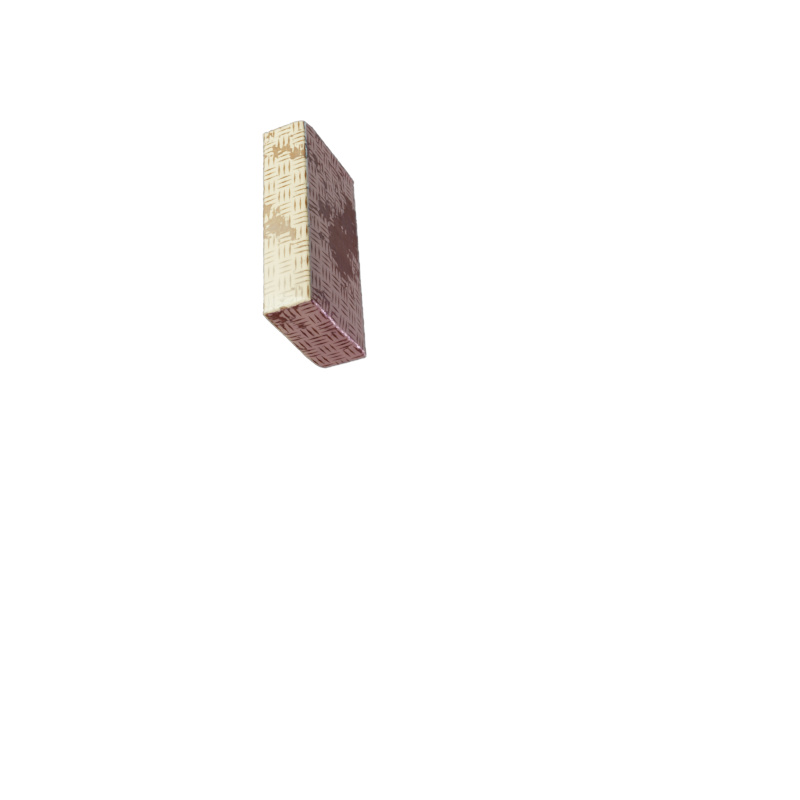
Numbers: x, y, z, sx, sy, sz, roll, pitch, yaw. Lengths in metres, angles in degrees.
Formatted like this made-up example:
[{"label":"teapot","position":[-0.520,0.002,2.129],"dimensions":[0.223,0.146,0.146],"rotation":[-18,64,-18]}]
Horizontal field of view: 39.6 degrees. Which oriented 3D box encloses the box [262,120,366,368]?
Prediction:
[{"label":"box","position":[-0.067,-0.122,0.855],"dimensions":[0.048,0.188,0.086],"rotation":[-17,-36,20]}]
